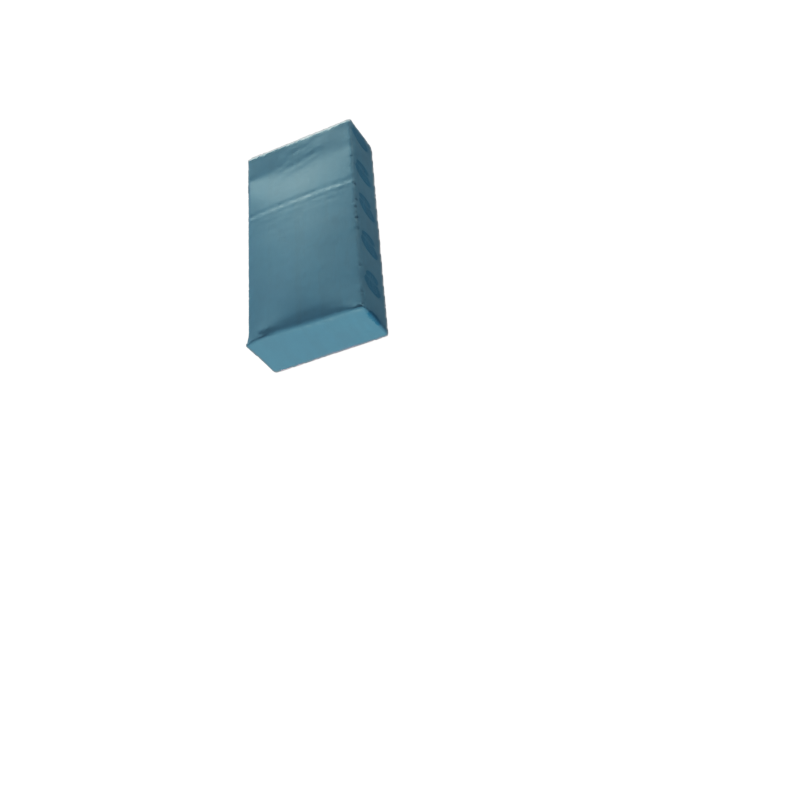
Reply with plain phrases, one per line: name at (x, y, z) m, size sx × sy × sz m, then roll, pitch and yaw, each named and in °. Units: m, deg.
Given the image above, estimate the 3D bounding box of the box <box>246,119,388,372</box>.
box at (-0.063, -0.115, 0.803) m, size 0.094 × 0.189 × 0.044 m, roll -18°, pitch -40°, yaw 20°
